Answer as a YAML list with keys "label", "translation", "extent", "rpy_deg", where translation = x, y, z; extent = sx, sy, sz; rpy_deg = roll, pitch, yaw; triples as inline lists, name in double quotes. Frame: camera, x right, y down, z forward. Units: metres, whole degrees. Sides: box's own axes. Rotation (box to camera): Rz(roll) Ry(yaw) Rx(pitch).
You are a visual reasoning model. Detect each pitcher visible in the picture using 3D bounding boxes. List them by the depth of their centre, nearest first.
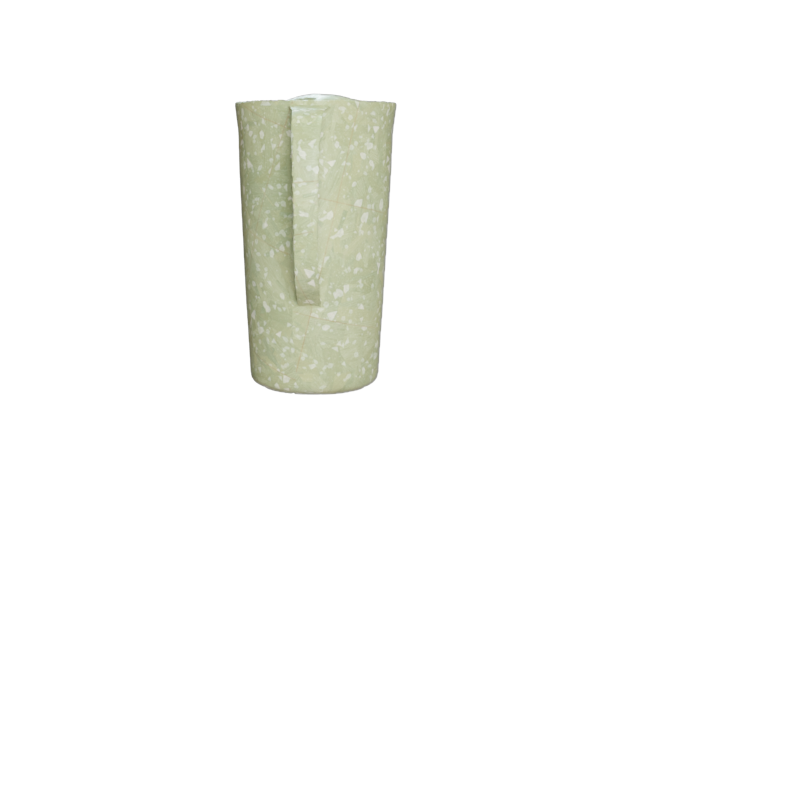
- label: "pitcher"
  translation: [-0.072, -0.131, 0.916]
  extent: [0.144, 0.240, 0.152]
  rpy_deg: [-6, 9, -44]
